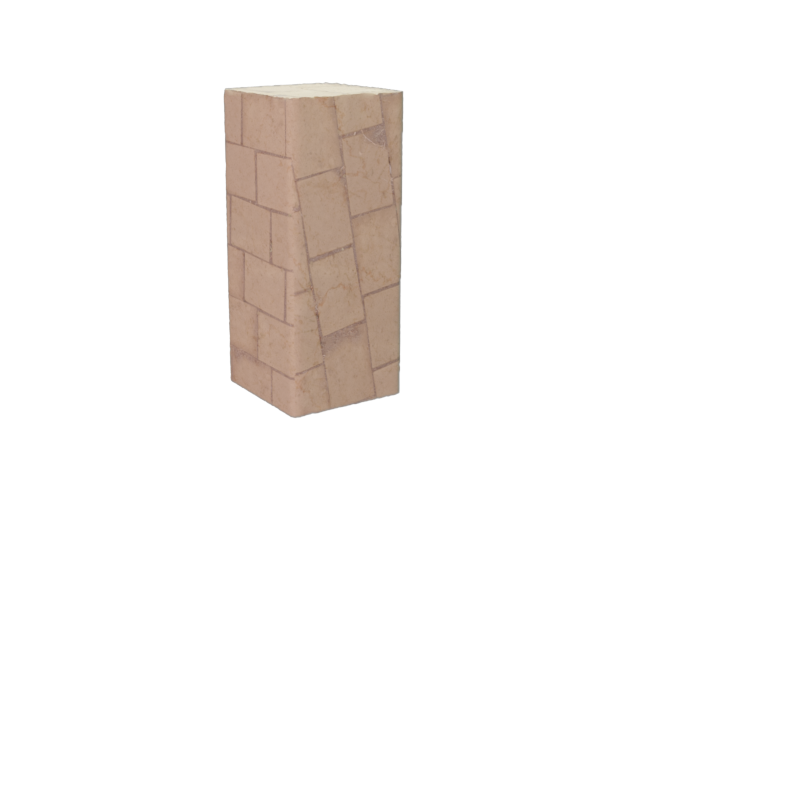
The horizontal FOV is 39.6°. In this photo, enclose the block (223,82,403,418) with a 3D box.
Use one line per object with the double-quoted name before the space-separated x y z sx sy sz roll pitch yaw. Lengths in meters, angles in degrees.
"block" -0.059 -0.107 0.749 0.088 0.200 0.096 -9 18 -34
